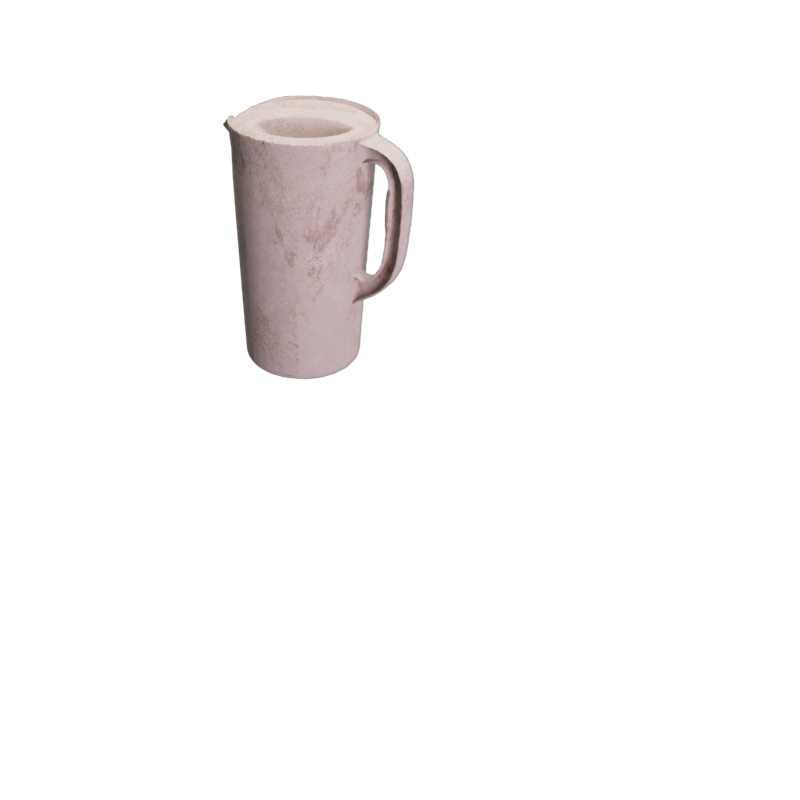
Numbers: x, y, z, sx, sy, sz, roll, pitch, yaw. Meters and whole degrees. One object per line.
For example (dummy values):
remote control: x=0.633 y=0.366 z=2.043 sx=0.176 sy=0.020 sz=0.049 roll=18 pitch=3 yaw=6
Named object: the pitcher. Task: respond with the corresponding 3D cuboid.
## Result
pitcher: x=-0.078 y=-0.143 z=0.999 sx=0.143 sy=0.230 sz=0.160 roll=-6 pitch=29 yaw=-15
